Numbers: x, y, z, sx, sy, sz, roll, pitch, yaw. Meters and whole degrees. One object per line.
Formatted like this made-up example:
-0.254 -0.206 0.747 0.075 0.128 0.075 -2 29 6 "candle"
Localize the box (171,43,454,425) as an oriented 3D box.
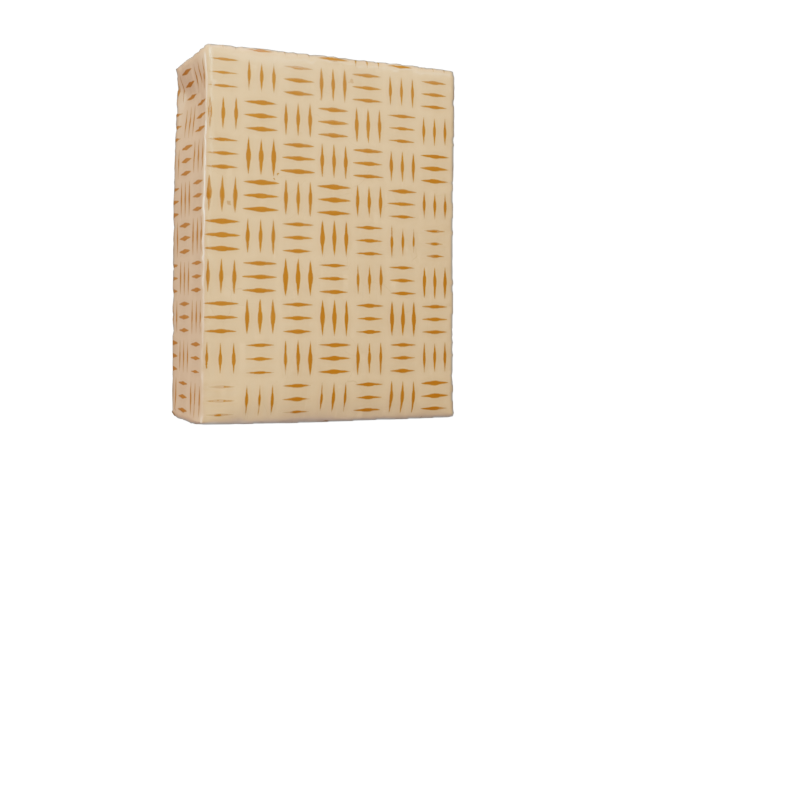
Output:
-0.053 -0.096 0.671 0.159 0.216 0.073 1 -4 -26 "box"
